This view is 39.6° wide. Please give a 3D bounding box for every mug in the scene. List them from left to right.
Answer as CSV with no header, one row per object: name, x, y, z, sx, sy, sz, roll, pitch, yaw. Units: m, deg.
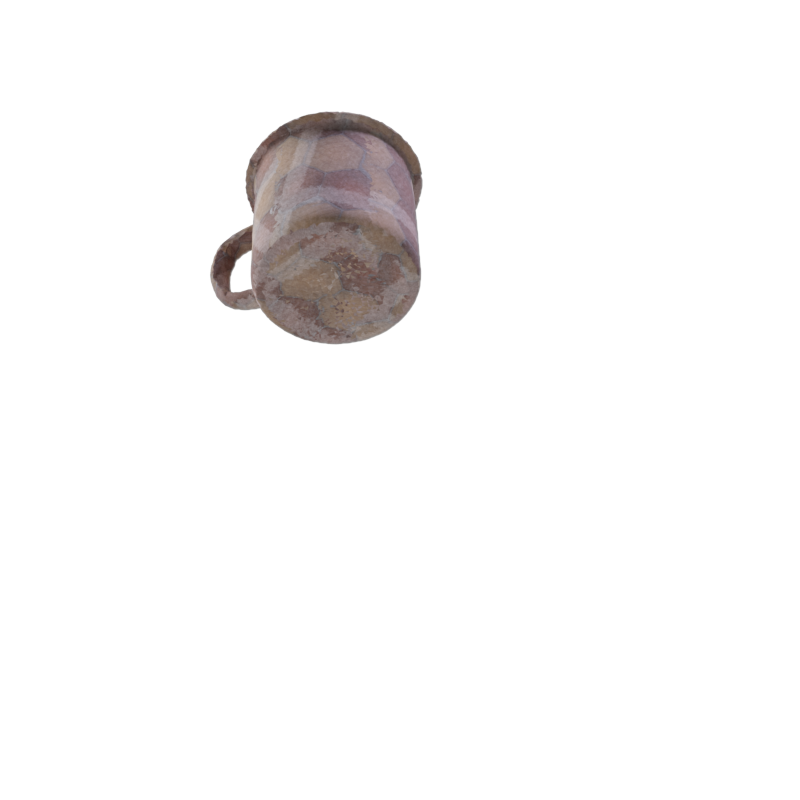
mug,-0.043,-0.079,0.555,0.118,0.087,0.086,-18,-48,16
